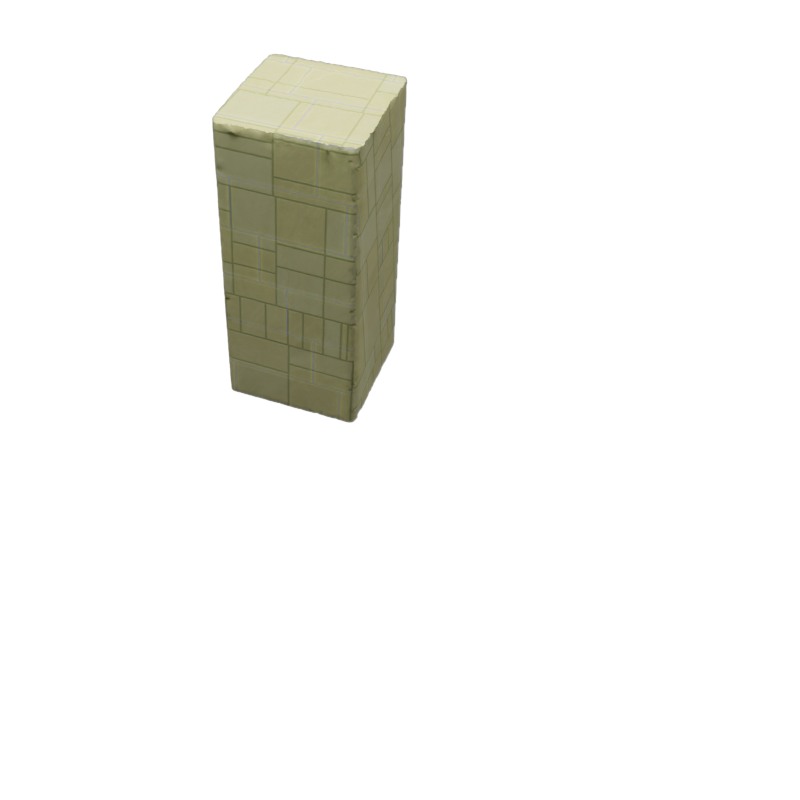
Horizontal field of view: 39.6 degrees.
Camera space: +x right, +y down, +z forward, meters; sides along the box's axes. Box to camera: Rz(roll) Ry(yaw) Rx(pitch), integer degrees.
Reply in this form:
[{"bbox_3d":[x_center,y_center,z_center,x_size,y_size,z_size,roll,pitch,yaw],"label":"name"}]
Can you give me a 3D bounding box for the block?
[{"bbox_3d":[-0.055,-0.098,0.691,0.093,0.192,0.094,14,41,13],"label":"block"}]
